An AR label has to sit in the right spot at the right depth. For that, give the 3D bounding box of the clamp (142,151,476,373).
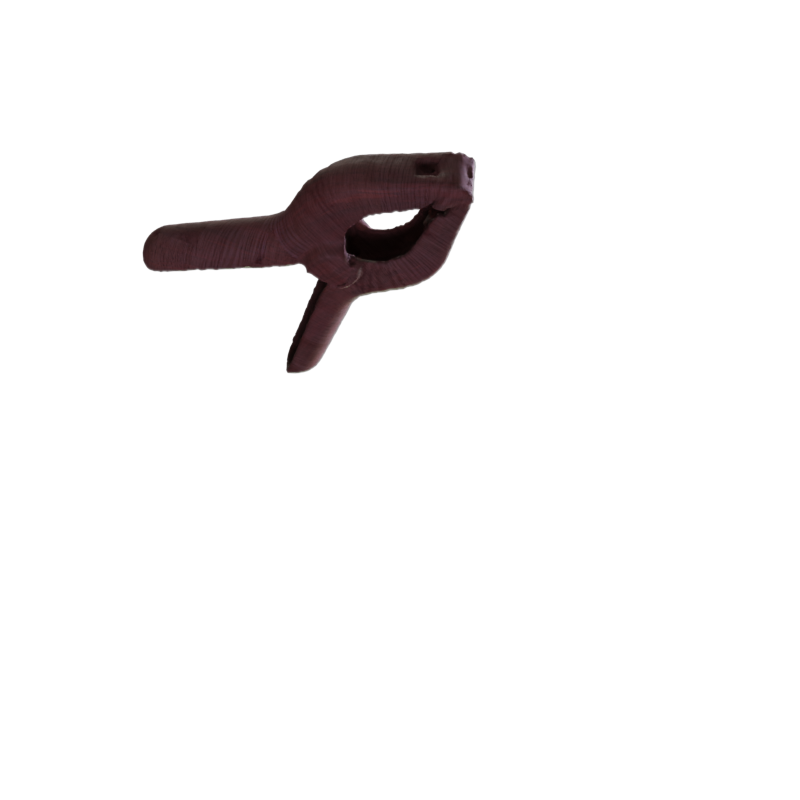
[{"bbox_3d":[-0.043,-0.078,0.545,0.113,0.042,0.169,28,-46,-32],"label":"clamp"}]
